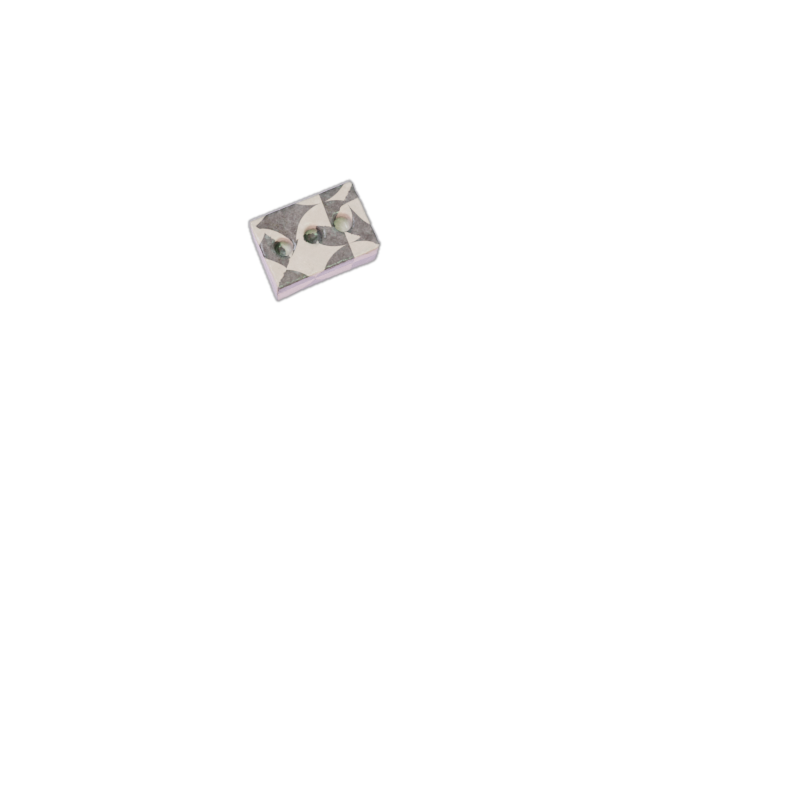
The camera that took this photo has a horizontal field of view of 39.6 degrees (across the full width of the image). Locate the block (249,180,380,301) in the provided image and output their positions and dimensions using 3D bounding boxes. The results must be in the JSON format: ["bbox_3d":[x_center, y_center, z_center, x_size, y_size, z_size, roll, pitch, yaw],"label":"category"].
[{"bbox_3d":[-0.060,-0.110,0.771,0.078,0.054,0.050,-24,-6,-5],"label":"block"}]
